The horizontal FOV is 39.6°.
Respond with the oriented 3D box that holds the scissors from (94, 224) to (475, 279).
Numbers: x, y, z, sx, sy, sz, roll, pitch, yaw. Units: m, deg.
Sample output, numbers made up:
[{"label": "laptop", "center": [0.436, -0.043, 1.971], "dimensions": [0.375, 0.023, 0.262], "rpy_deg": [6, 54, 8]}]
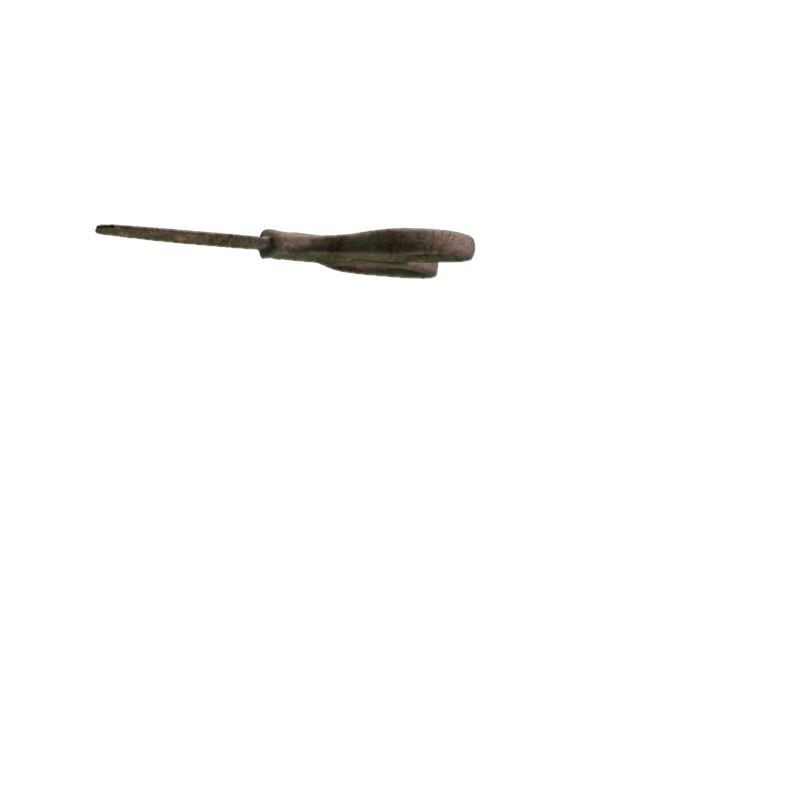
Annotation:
[{"label": "scissors", "center": [-0.045, -0.081, 0.571], "dimensions": [0.192, 0.016, 0.099], "rpy_deg": [3, -4, -42]}]
